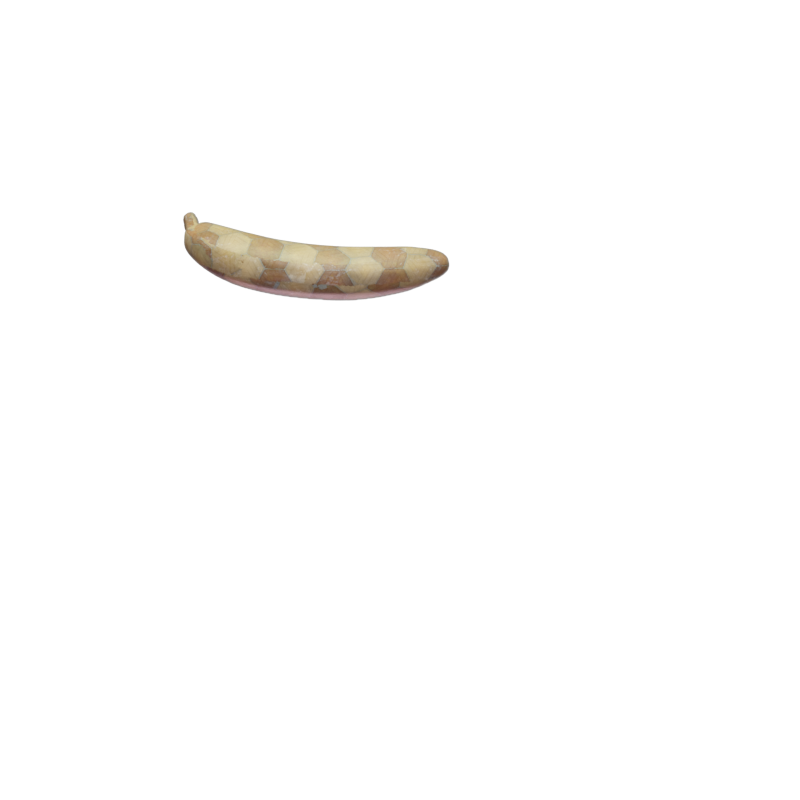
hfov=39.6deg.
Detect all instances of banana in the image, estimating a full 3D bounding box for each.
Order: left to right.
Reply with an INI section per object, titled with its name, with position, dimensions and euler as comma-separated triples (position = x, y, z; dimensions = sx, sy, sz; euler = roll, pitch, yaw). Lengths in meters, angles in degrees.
[banana]
position = -0.069, -0.098, 0.761
dimensions = 0.202, 0.034, 0.073
euler = 12, 45, 12
